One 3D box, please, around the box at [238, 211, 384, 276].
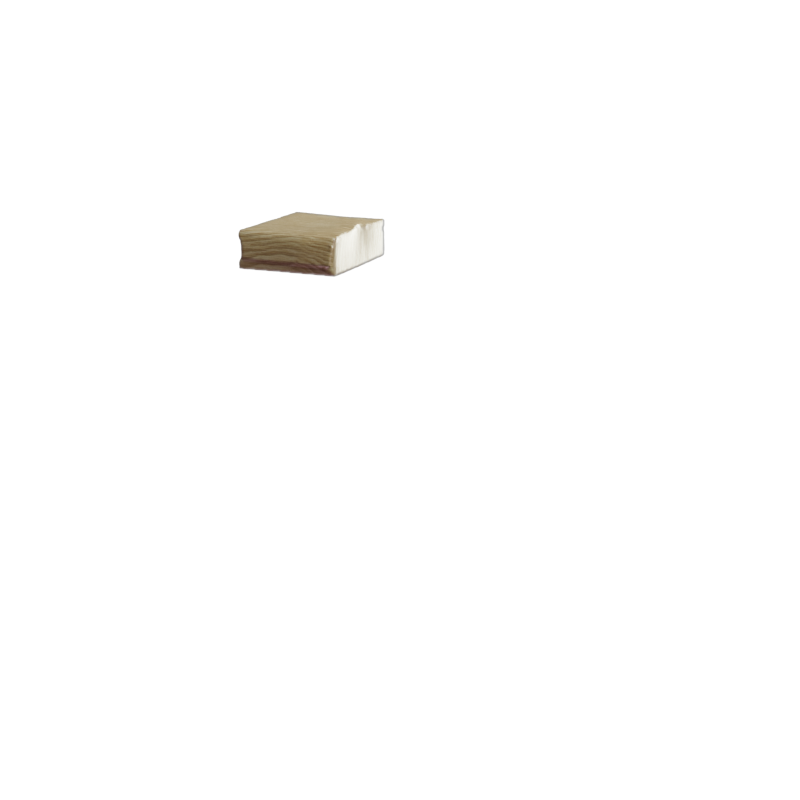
[{"bbox_3d":[-0.061,-0.111,0.780,0.076,0.029,0.089,8,19,23],"label":"box"}]
